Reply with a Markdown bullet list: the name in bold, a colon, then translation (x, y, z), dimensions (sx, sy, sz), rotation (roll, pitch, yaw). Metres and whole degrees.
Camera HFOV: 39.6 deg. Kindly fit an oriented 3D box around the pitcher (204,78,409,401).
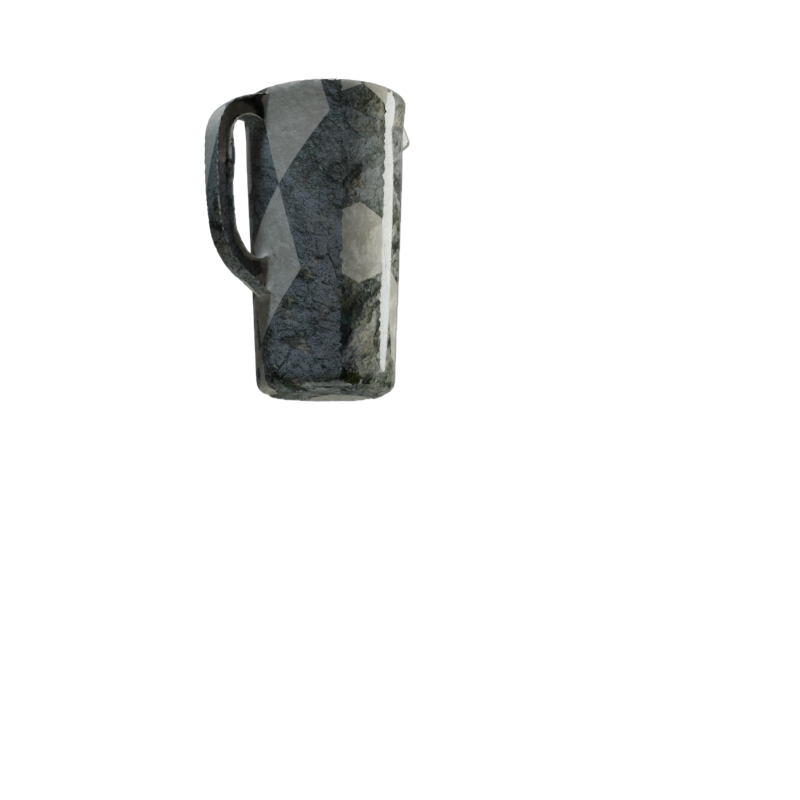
- **pitcher**: translation (-0.069, -0.125, 0.878), dimensions (0.151, 0.251, 0.139), rotation (-2, -11, 7)
